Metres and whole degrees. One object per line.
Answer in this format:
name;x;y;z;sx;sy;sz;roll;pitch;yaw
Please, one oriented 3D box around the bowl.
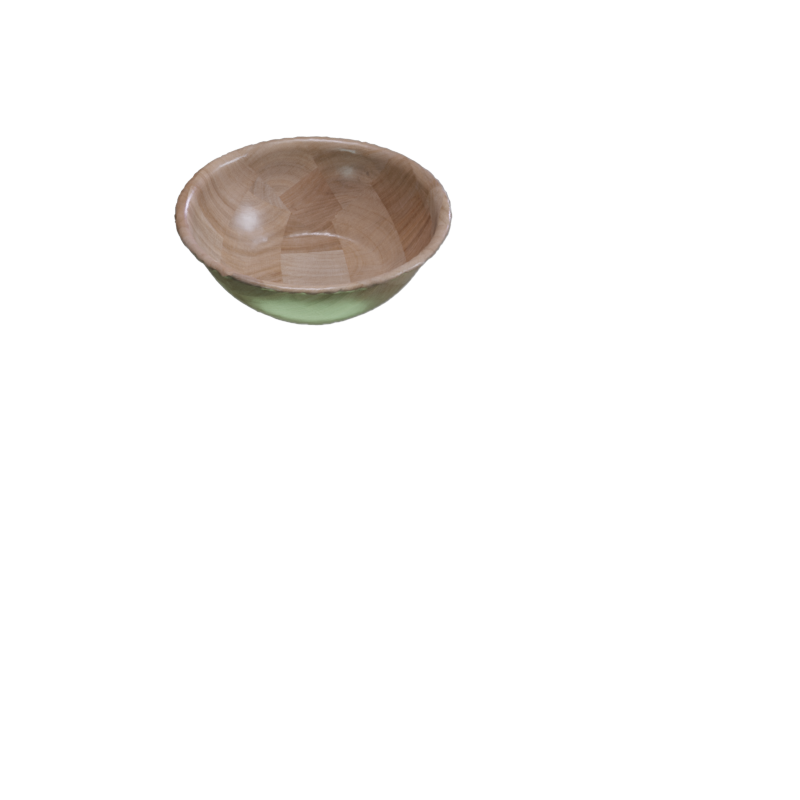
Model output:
bowl;-0.052;-0.094;0.662;0.162;0.051;0.174;-1;41;-2
